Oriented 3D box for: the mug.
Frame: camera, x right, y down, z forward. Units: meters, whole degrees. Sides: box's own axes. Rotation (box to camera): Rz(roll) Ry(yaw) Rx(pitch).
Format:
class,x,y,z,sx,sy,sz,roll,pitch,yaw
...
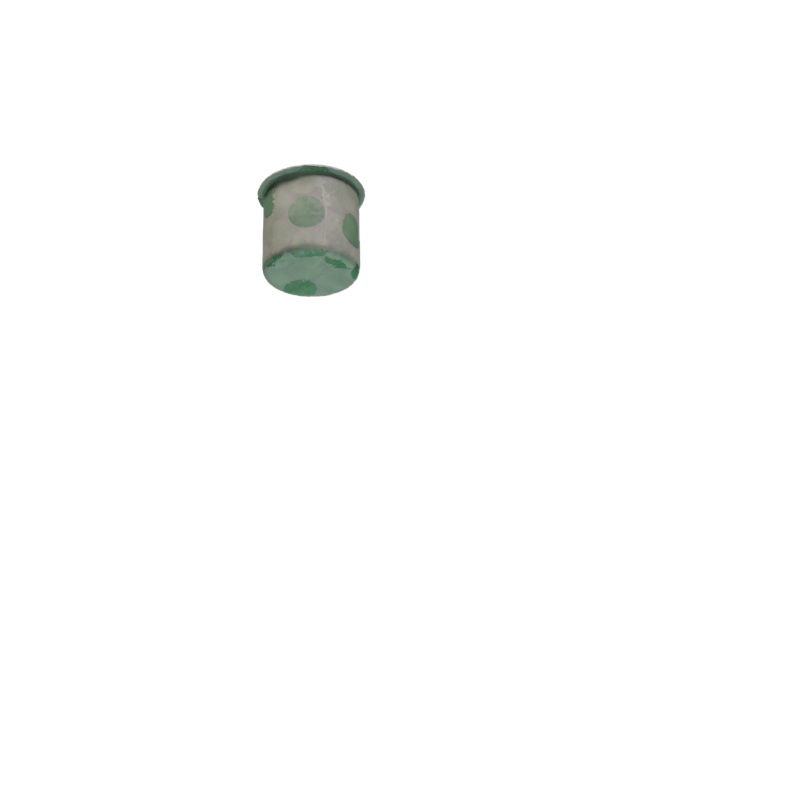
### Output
class,x,y,z,sx,sy,sz,roll,pitch,yaw
mug,-0.074,-0.135,0.947,0.094,0.087,0.109,-4,-27,5
